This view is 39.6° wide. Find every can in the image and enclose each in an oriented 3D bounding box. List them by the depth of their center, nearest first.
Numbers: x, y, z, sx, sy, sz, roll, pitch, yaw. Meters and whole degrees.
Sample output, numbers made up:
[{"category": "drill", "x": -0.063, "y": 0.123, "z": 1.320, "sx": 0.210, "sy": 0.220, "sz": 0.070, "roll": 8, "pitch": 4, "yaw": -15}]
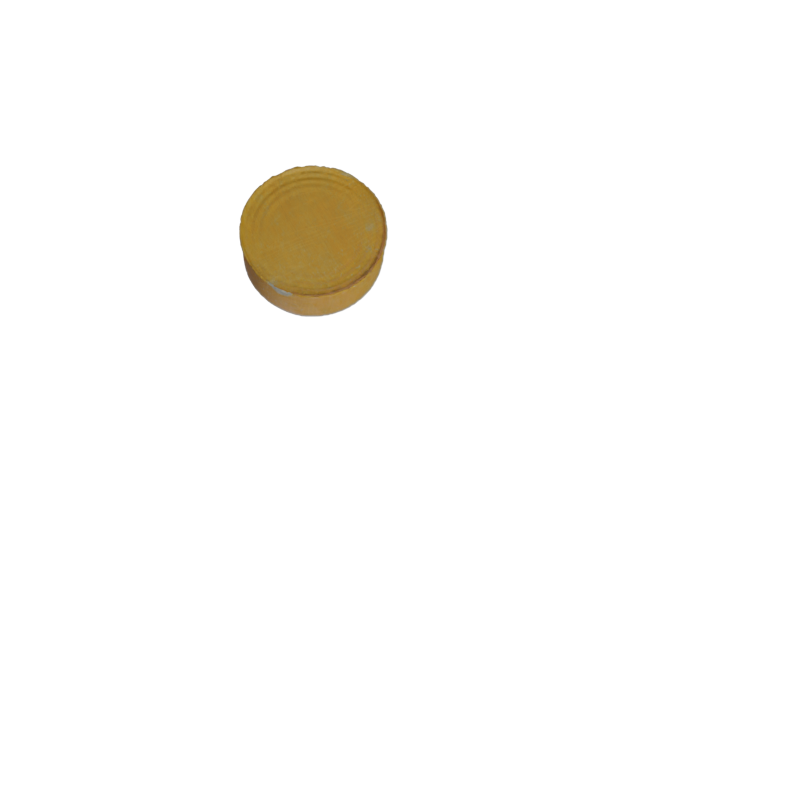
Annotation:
[{"category": "can", "x": -0.051, "y": -0.093, "z": 0.654, "sx": 0.086, "sy": 0.091, "sz": 0.032, "roll": -1, "pitch": -24, "yaw": -1}]
